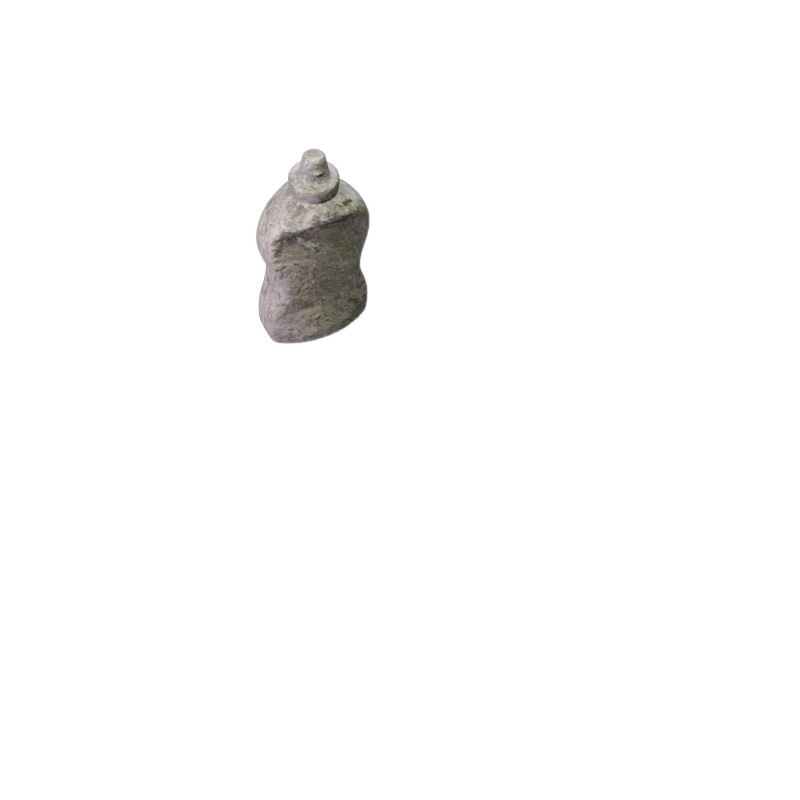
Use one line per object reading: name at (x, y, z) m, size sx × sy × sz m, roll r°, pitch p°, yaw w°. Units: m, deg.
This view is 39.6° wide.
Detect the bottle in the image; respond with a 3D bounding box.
bottle at (-0.072, -0.132, 0.928) m, size 0.095 × 0.063 × 0.179 m, roll -18°, pitch -37°, yaw -18°
